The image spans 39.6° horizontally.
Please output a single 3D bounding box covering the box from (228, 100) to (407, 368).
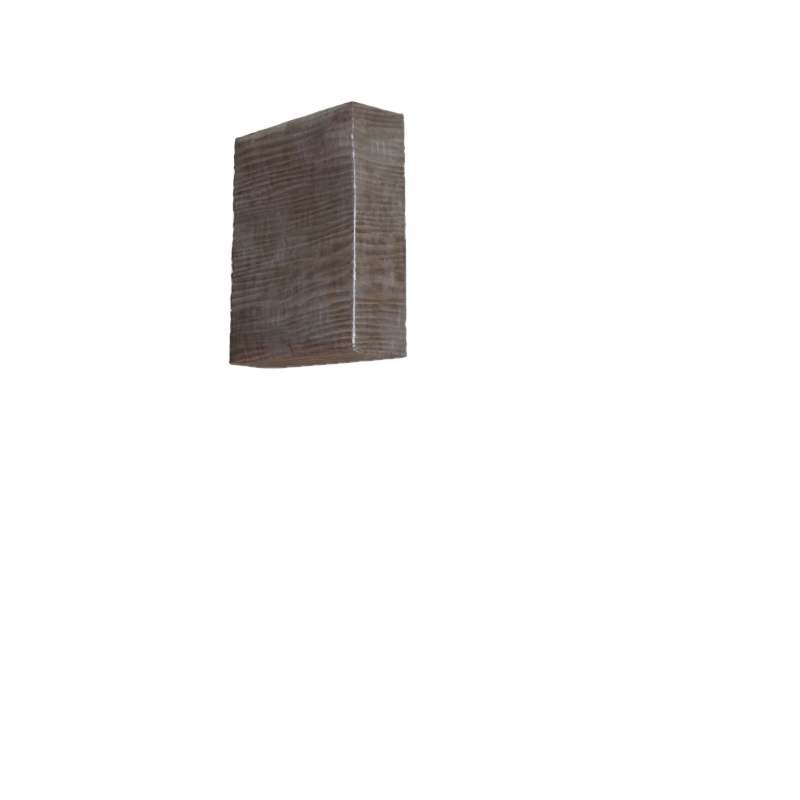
[{"bbox_3d":[-0.076,-0.139,0.974,0.169,0.219,0.068,-8,-11,44],"label":"box"}]
